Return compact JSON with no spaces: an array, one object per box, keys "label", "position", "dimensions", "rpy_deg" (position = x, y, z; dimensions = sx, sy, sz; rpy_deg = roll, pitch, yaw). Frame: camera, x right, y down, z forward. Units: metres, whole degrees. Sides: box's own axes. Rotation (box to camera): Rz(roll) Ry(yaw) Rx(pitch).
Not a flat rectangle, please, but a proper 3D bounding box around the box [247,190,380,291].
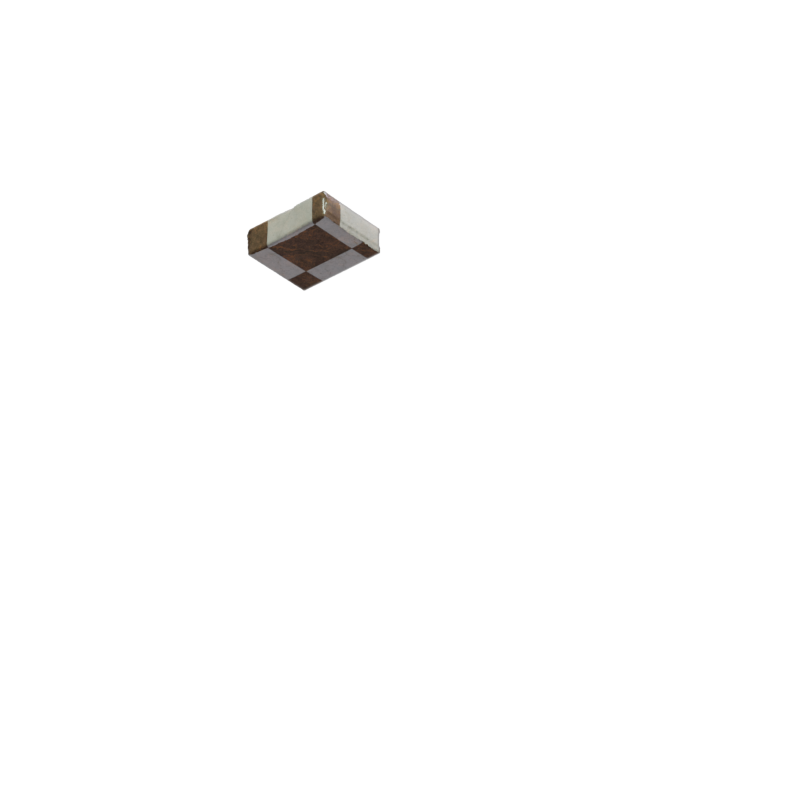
[{"label":"box","position":[-0.073,-0.134,0.937],"dimensions":[0.090,0.032,0.068],"rpy_deg":[-22,-36,33]}]
